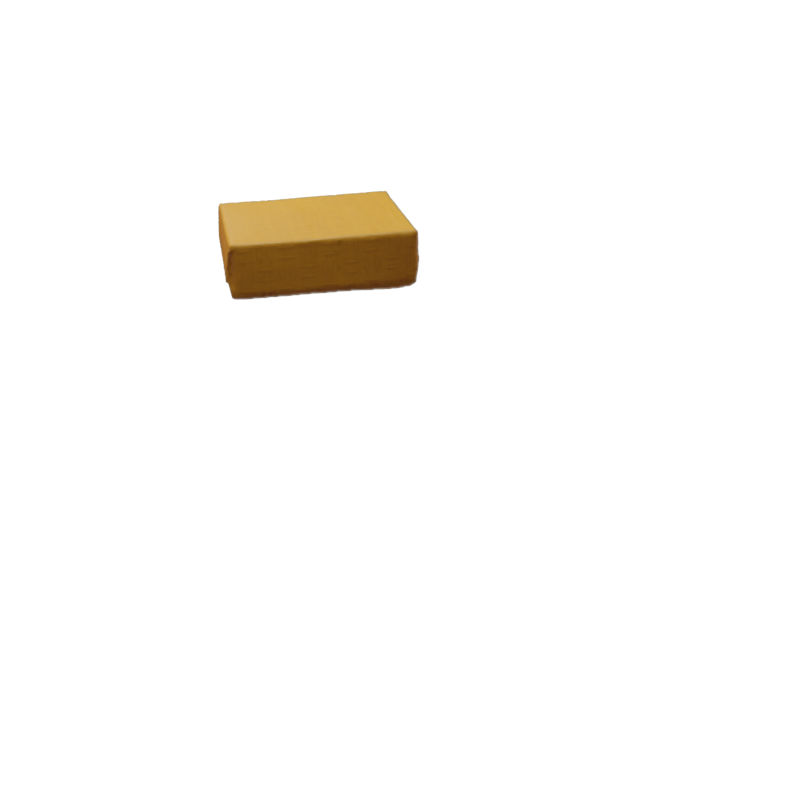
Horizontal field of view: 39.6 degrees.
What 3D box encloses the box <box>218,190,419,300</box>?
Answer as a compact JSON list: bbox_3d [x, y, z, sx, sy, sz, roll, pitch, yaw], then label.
[{"bbox_3d":[-0.053,-0.097,0.678,0.112,0.037,0.095,-4,25,-9],"label":"box"}]
